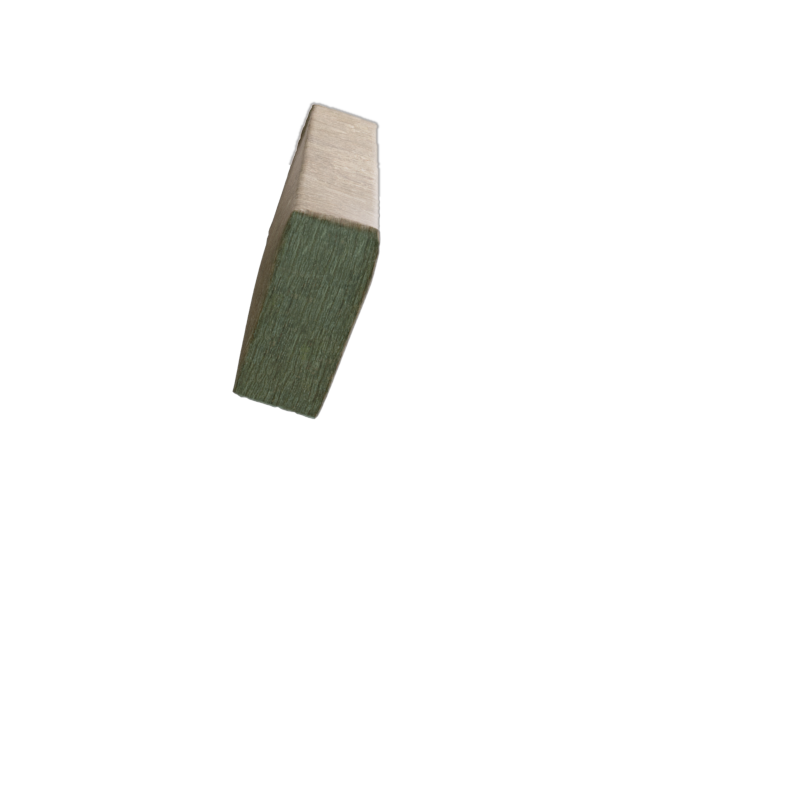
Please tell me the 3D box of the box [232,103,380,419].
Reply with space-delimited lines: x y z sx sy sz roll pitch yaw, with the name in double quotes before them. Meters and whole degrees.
"box" -0.043 -0.078 0.545 0.047 0.090 0.186 16 25 -12
